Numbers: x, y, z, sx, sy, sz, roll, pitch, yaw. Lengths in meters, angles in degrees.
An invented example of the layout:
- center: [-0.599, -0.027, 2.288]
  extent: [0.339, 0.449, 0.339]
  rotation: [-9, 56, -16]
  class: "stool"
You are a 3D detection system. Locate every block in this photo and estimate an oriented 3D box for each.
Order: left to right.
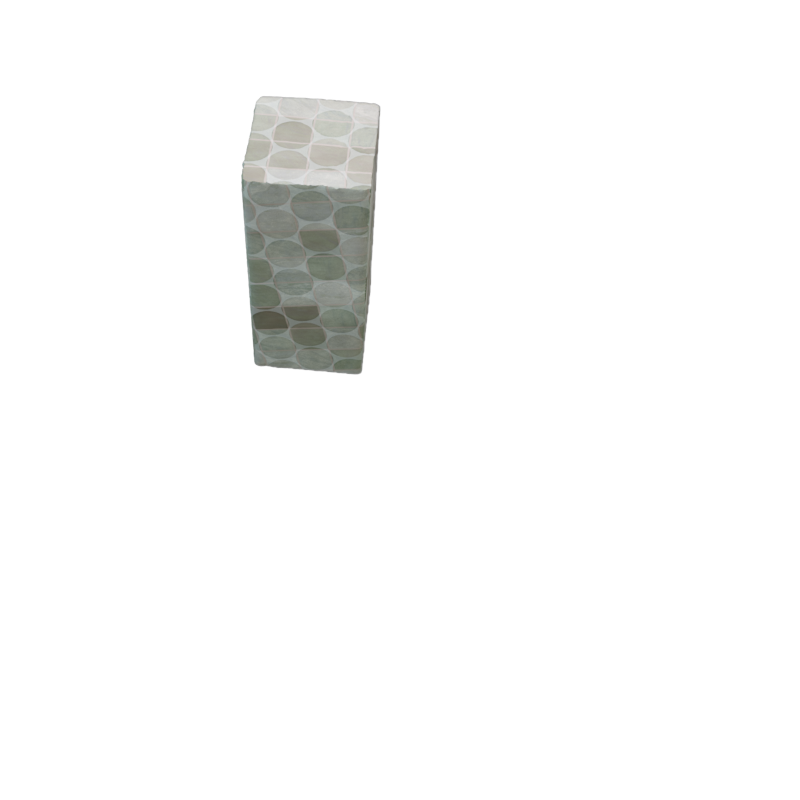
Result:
- center: [-0.066, -0.120, 0.836]
  extent: [0.090, 0.097, 0.192]
  rotation: [5, -38, 0]
  class: "block"
